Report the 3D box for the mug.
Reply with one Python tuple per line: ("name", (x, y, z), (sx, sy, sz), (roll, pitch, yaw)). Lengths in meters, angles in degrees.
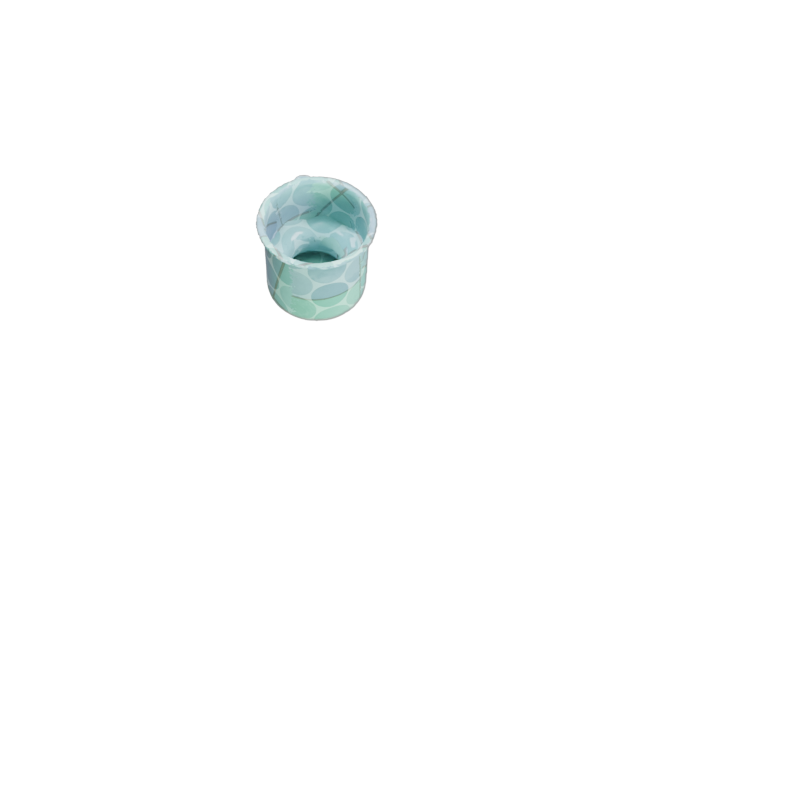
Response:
("mug", (-0.069, -0.127, 0.888), (0.092, 0.126, 0.076), (-11, -35, -9))
